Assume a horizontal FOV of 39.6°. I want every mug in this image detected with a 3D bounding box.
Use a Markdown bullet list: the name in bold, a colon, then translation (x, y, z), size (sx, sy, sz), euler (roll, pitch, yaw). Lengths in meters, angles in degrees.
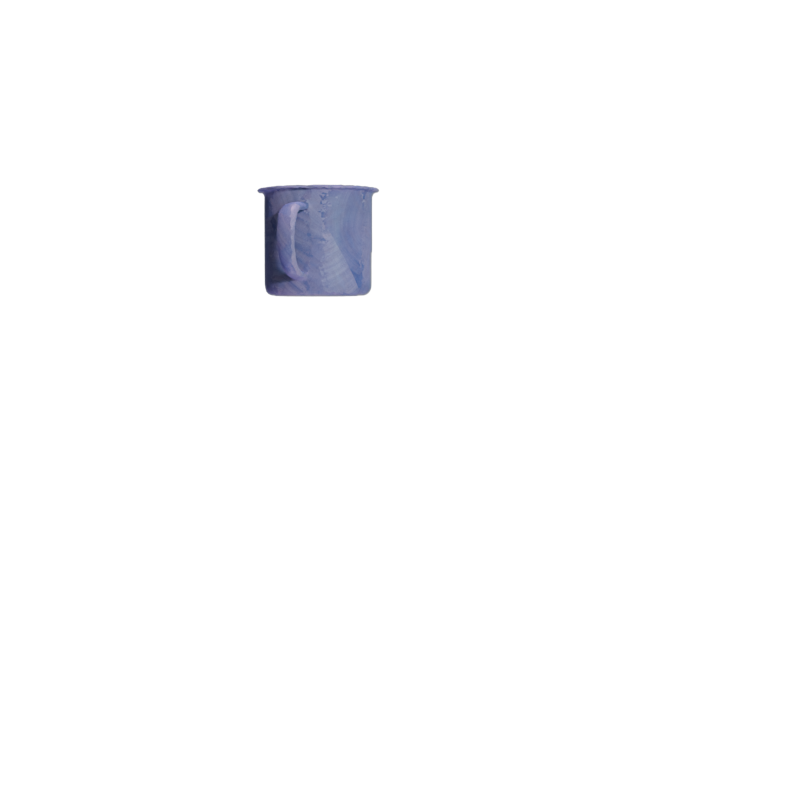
- **mug**: translation (-0.065, -0.119, 0.835), size (0.095, 0.081, 0.115), euler (1, 4, 15)
